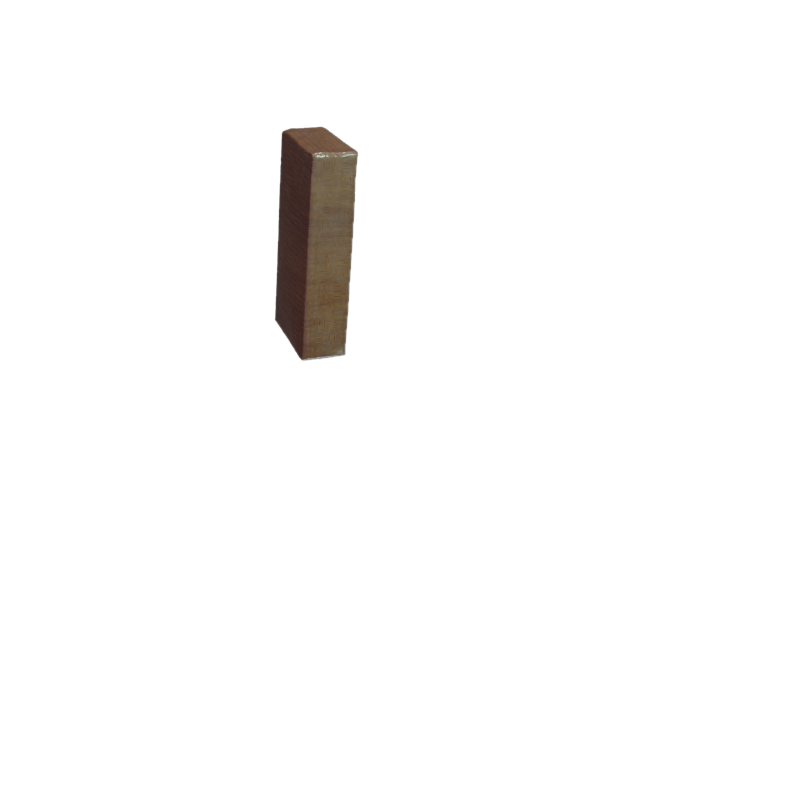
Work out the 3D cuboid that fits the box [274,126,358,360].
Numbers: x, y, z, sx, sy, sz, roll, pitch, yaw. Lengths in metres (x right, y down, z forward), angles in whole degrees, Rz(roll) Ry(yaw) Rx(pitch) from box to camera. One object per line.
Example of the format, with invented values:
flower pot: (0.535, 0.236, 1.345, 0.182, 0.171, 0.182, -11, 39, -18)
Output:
box: (-0.073, -0.132, 0.923, 0.047, 0.169, 0.099, -6, 22, -19)
